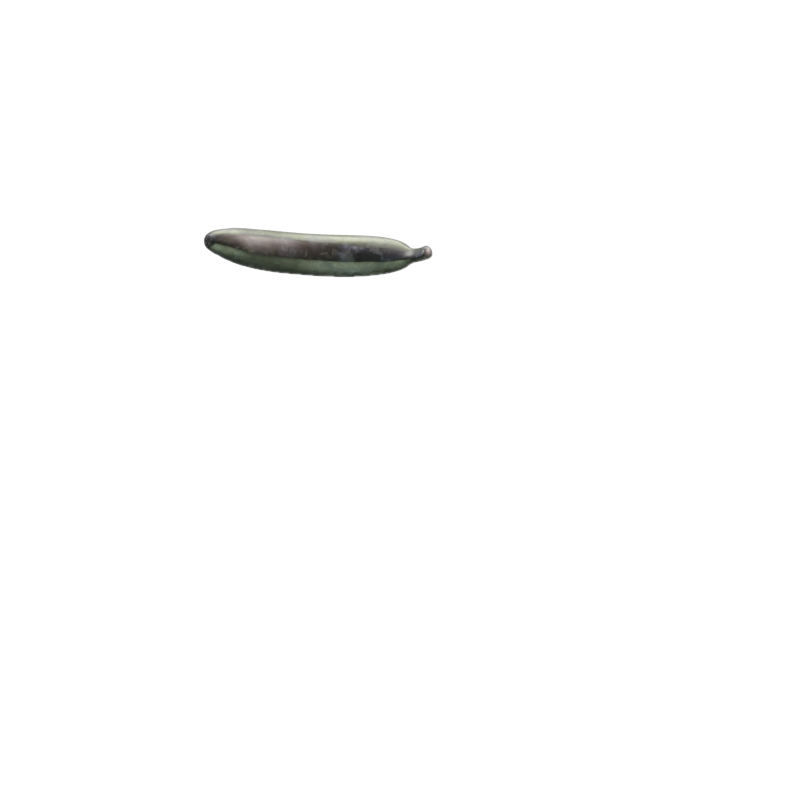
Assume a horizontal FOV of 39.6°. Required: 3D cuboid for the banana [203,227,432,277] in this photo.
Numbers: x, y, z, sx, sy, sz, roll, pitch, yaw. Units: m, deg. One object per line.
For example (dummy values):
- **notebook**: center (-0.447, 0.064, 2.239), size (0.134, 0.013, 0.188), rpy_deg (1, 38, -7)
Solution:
- **banana**: center (-0.075, -0.134, 0.988), size (0.196, 0.038, 0.067), rpy_deg (1, -16, -4)
